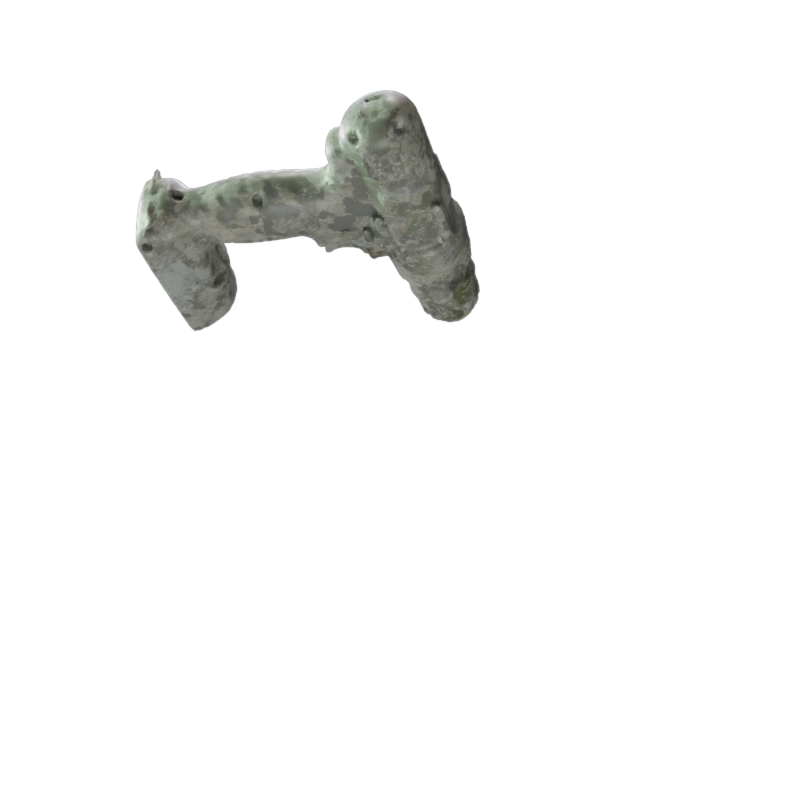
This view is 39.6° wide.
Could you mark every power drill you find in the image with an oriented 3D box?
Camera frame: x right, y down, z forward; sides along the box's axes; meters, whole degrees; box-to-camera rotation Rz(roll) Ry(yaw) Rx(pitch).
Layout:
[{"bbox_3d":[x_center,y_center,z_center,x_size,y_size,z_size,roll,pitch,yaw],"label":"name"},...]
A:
[{"bbox_3d":[-0.054,-0.098,0.686,0.189,0.062,0.170,-12,-42,13],"label":"power drill"}]
